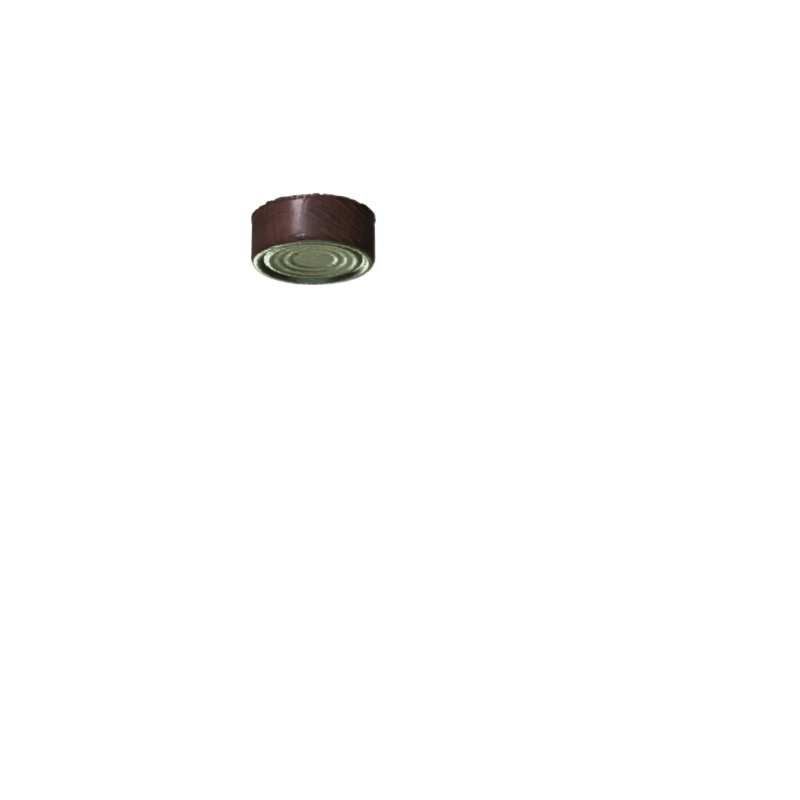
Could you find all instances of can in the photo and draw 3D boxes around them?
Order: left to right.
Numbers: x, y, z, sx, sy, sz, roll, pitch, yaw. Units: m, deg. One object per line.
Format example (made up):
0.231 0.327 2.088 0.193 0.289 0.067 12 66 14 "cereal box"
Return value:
-0.059 -0.108 0.754 0.086 0.035 0.082 0 -16 -2 "can"
